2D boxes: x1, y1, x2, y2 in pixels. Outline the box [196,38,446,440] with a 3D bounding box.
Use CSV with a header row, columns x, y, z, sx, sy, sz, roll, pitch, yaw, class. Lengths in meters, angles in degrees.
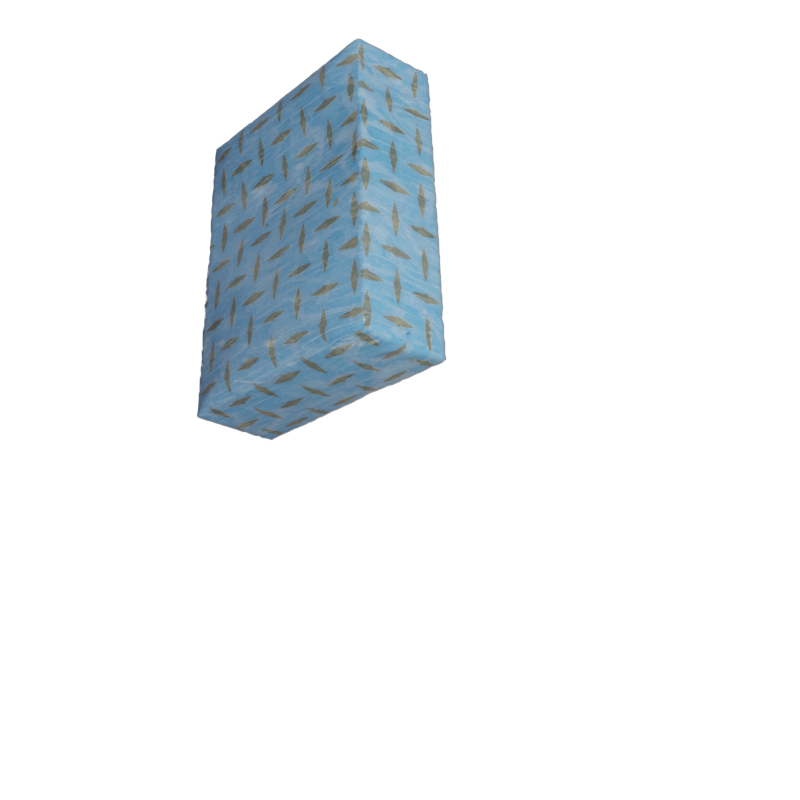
x,y,z,sx,sy,sz,roll,pitch,yaw,class
-0.056,-0.103,0.720,0.068,0.227,0.164,23,-36,-38,box
